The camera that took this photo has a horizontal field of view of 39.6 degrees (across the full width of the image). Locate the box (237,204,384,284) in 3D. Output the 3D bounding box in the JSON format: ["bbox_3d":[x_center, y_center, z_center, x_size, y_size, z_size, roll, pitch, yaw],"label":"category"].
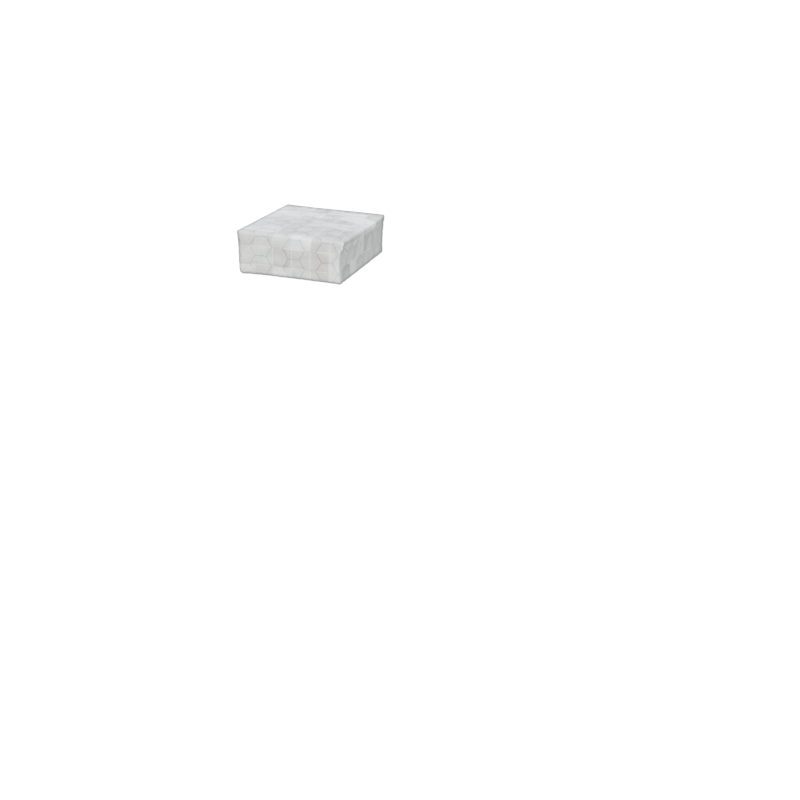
[{"bbox_3d":[-0.071,-0.130,0.909,0.092,0.037,0.115,7,23,16],"label":"box"}]
